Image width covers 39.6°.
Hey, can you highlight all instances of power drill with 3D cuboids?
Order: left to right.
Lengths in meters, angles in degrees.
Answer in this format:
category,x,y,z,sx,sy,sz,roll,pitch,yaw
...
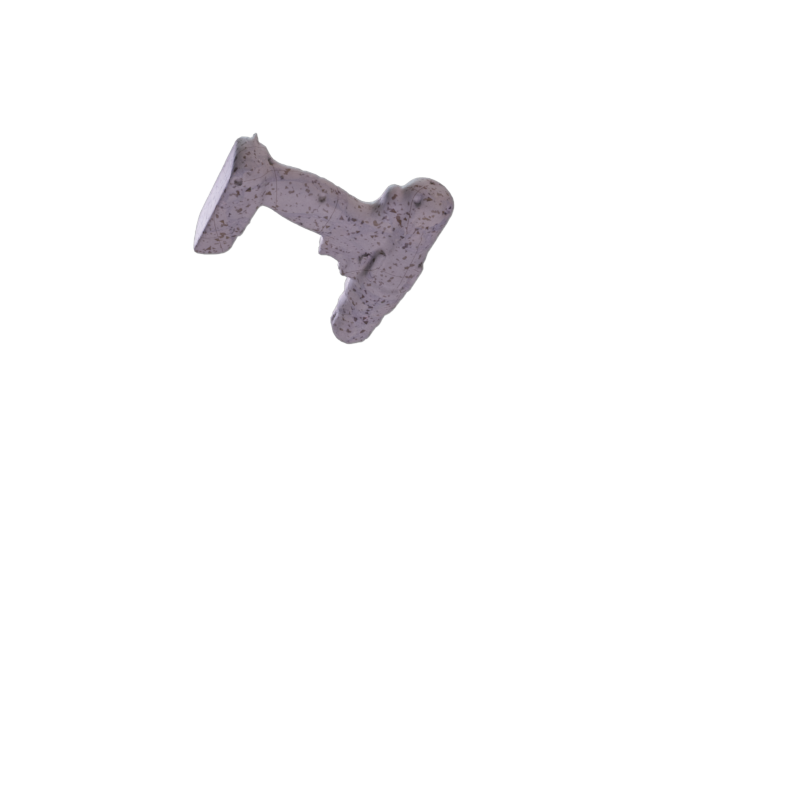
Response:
category,x,y,z,sx,sy,sz,roll,pitch,yaw
power drill,-0.072,-0.132,0.923,0.182,0.062,0.177,18,-49,-17
